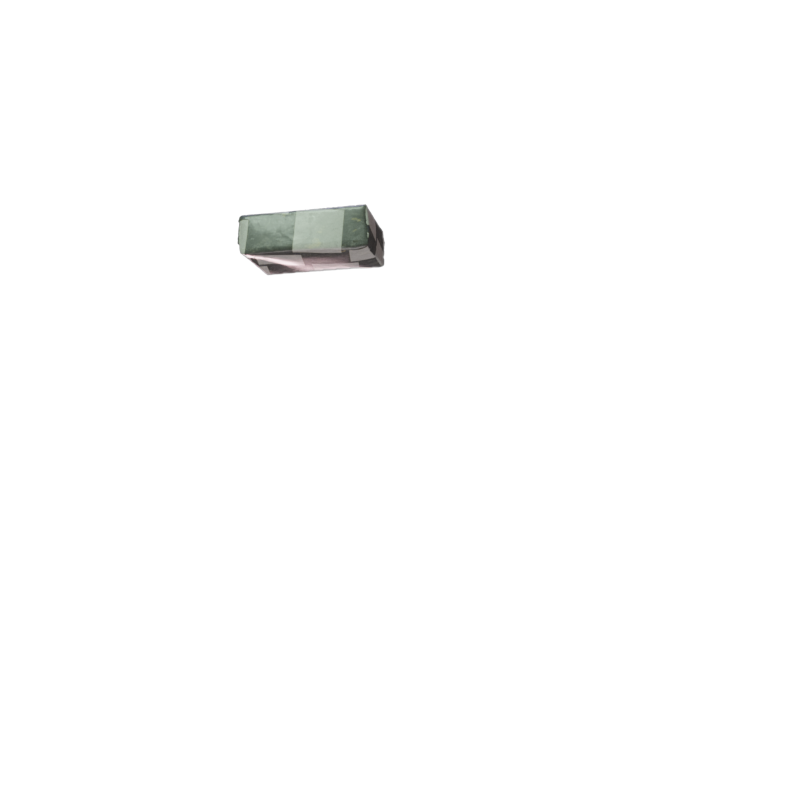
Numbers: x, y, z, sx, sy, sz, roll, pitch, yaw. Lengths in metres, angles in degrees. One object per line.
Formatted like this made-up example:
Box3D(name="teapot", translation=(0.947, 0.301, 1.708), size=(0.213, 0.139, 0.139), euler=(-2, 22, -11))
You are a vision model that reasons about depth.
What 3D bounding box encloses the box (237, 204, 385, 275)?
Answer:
Box3D(name="box", translation=(-0.075, -0.138, 0.964), size=(0.115, 0.040, 0.087), euler=(-1, -7, 10))
